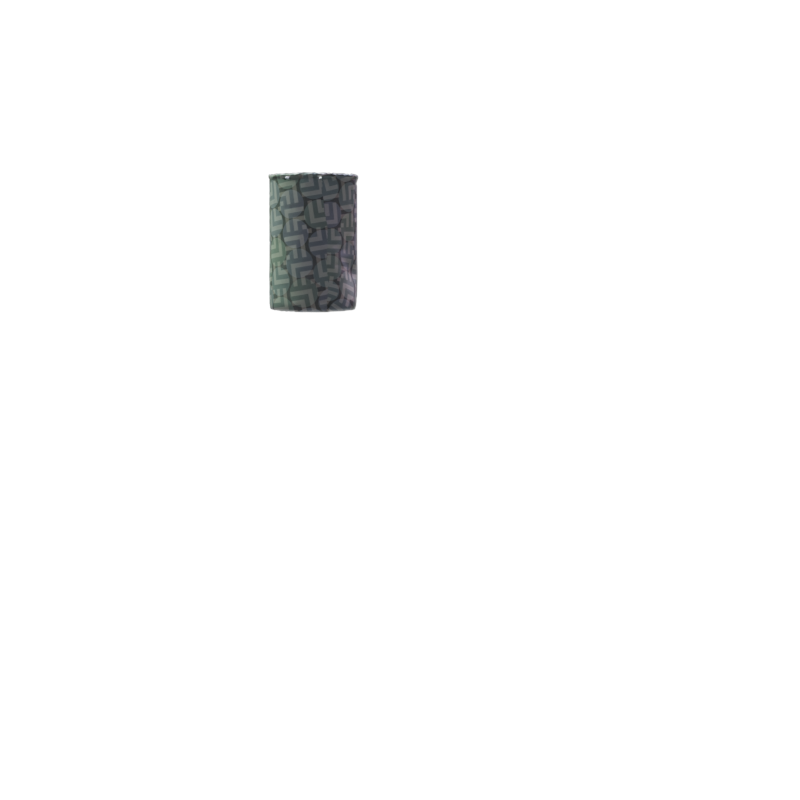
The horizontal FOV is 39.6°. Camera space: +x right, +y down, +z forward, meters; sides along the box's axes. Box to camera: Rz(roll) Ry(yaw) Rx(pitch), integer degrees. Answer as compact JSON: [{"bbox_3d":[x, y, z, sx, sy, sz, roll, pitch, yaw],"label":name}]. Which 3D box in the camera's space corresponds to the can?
[{"bbox_3d":[-0.066,-0.120,0.839,0.068,0.102,0.069,0,4,-2],"label":"can"}]
